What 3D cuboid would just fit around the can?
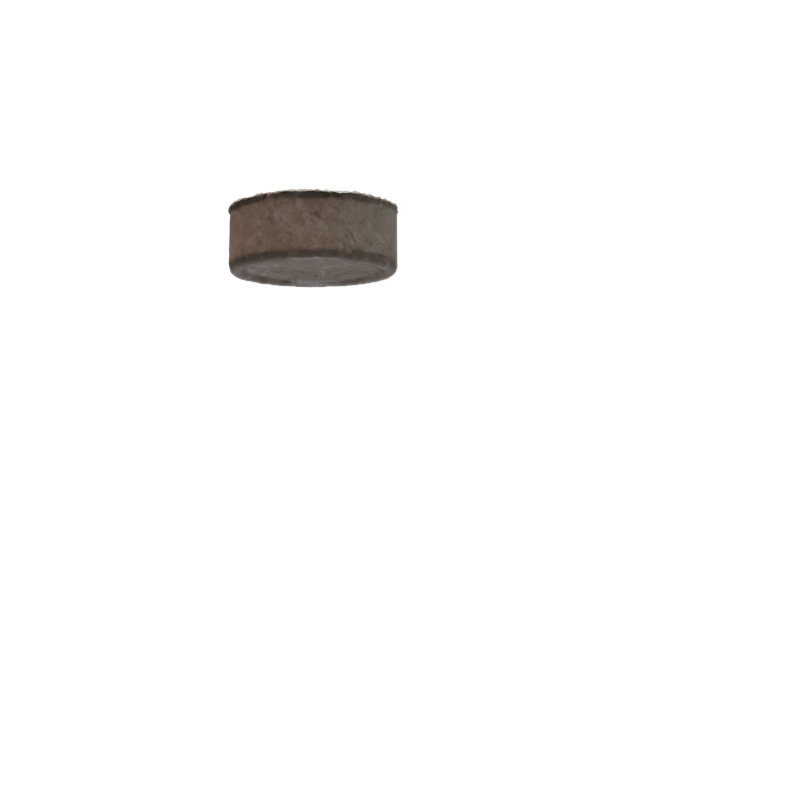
[{"bbox_3d":[-0.044,-0.079,0.556,0.086,0.034,0.084,0,-5,-2],"label":"can"}]
